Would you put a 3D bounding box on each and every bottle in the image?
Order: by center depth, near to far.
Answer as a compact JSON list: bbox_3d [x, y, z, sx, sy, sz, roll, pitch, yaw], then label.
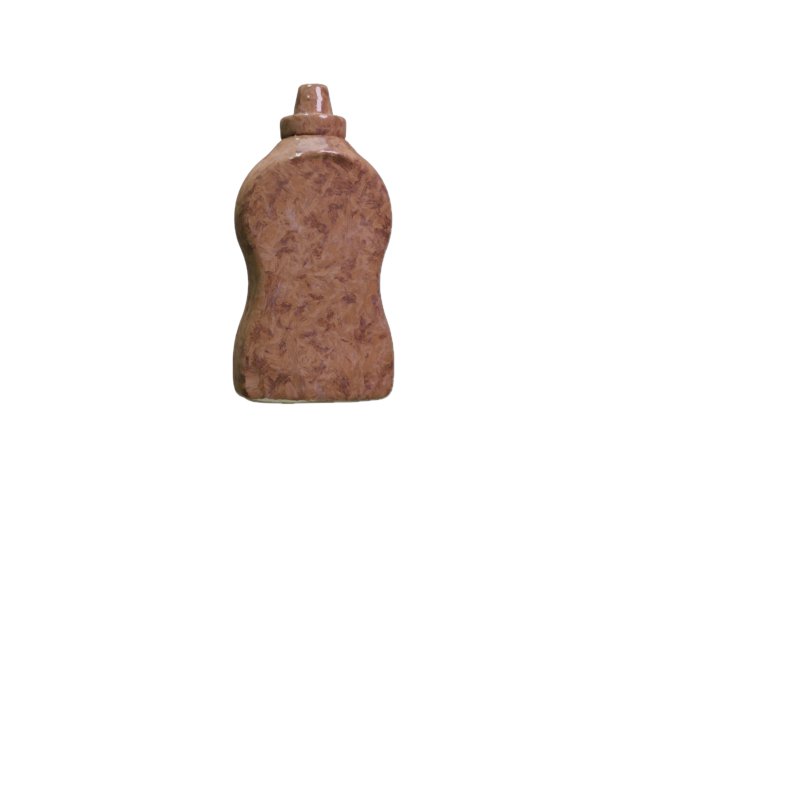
[{"bbox_3d":[-0.053,-0.096,0.674,0.094,0.193,0.059,0,-2,-14],"label":"bottle"}]
